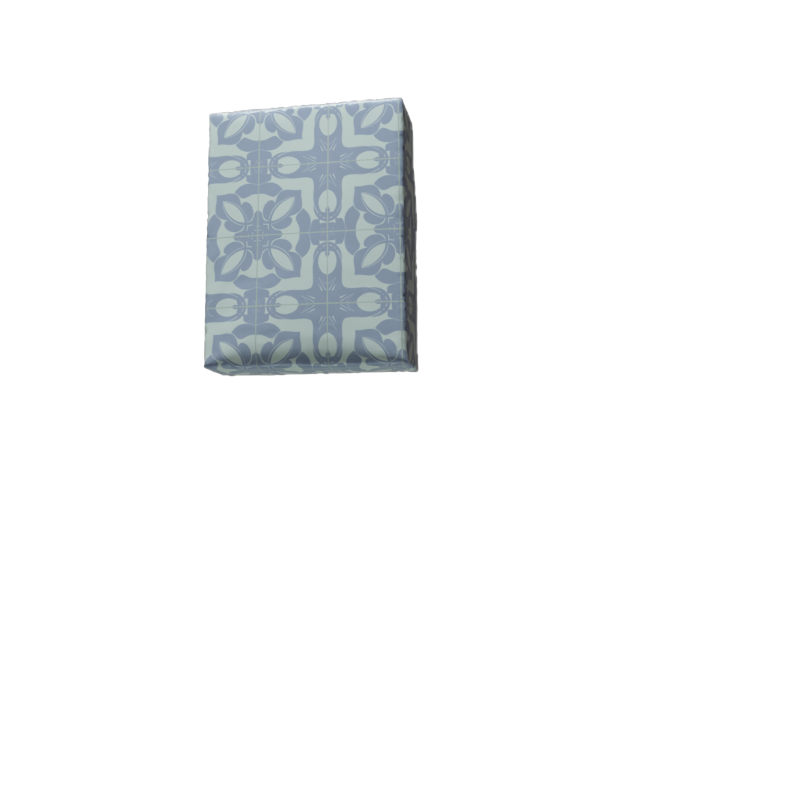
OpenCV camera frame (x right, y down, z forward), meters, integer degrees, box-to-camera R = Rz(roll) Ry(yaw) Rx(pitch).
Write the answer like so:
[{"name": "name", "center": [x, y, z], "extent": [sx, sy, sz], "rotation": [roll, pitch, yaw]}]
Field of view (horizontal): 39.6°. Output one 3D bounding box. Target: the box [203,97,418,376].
[{"name": "box", "center": [-0.071, -0.129, 0.902], "extent": [0.166, 0.221, 0.069], "rotation": [-3, -13, 12]}]
